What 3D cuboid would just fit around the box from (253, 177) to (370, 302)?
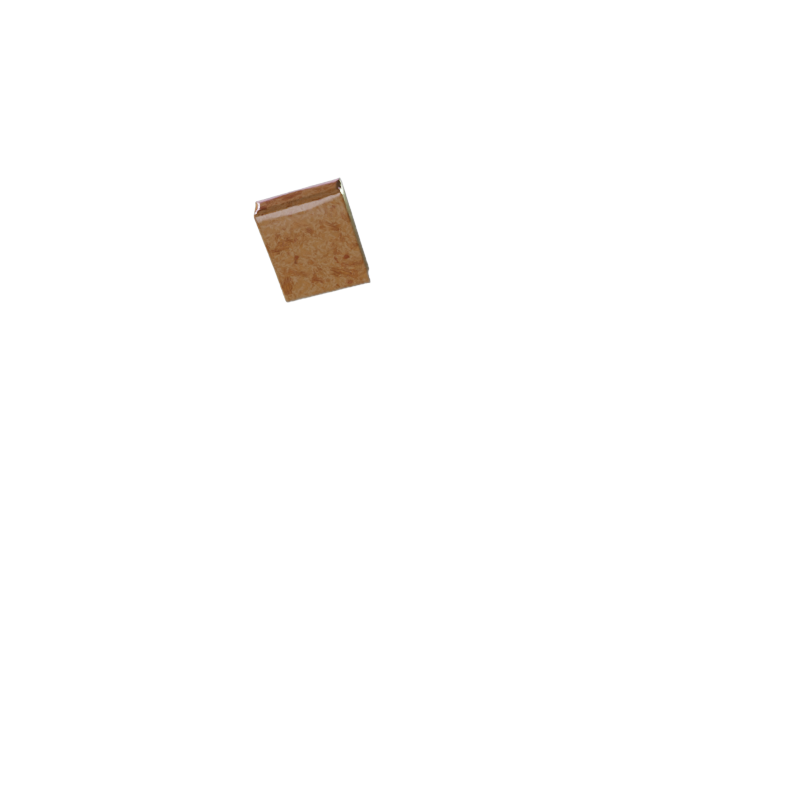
[{"bbox_3d":[-0.070,-0.128,0.900,0.073,0.083,0.032,-14,31,8],"label":"box"}]
